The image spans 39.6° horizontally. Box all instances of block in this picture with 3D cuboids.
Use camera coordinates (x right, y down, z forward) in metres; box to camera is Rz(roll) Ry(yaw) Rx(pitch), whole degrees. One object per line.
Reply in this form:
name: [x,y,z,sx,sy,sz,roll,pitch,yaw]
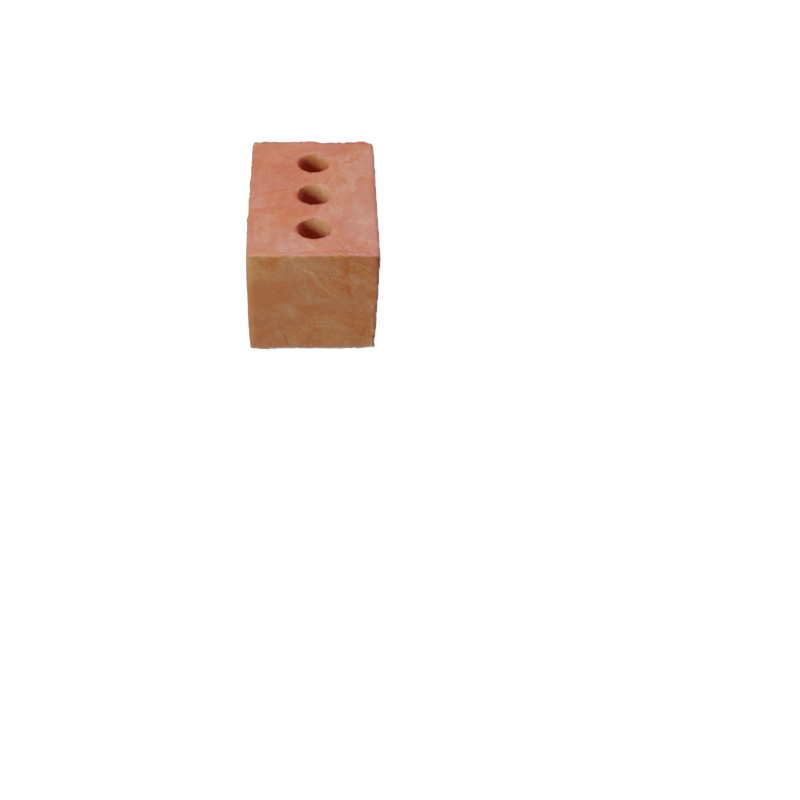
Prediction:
block: [-0.036,-0.066,0.459,0.053,0.048,0.084,-1,44,-3]
